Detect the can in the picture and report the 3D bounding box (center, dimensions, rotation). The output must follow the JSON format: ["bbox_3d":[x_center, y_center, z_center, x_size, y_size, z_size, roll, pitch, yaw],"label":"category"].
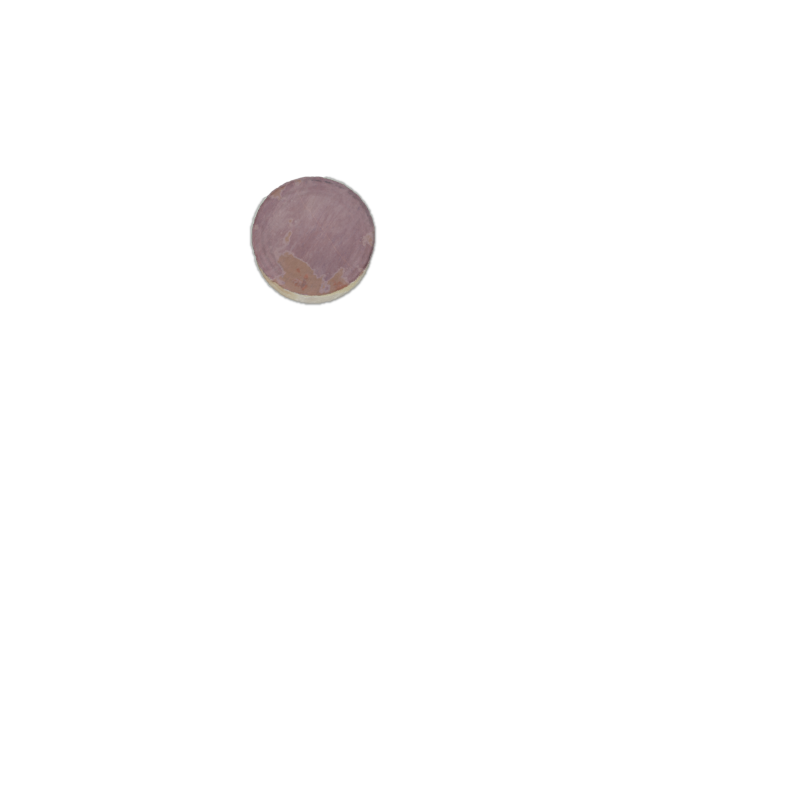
[{"bbox_3d":[-0.061,-0.111,0.776,0.086,0.089,0.032,0,-15,-1],"label":"can"}]
